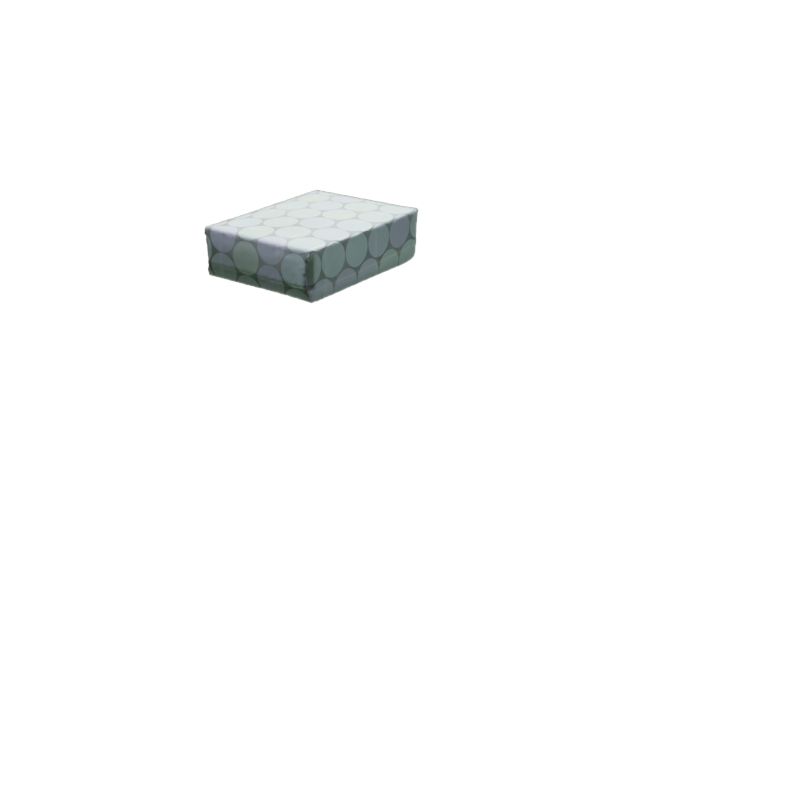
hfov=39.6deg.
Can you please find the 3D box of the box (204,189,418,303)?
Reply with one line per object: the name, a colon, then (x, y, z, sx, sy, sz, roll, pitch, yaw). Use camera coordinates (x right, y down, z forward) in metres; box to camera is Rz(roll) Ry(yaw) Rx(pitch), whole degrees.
box: (-0.056, -0.103, 0.719, 0.095, 0.037, 0.112, 17, 28, 35)
